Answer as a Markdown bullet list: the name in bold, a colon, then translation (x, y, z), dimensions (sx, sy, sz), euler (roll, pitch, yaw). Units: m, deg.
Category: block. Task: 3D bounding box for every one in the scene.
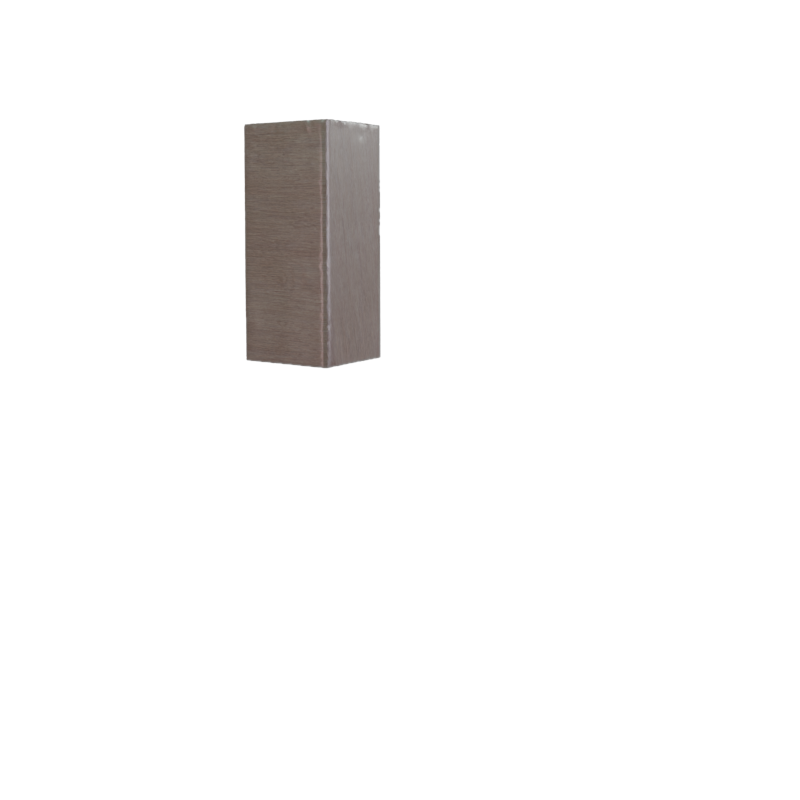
- **block**: translation (-0.077, -0.139, 0.974), dimensions (0.094, 0.205, 0.087), euler (2, 4, 33)
